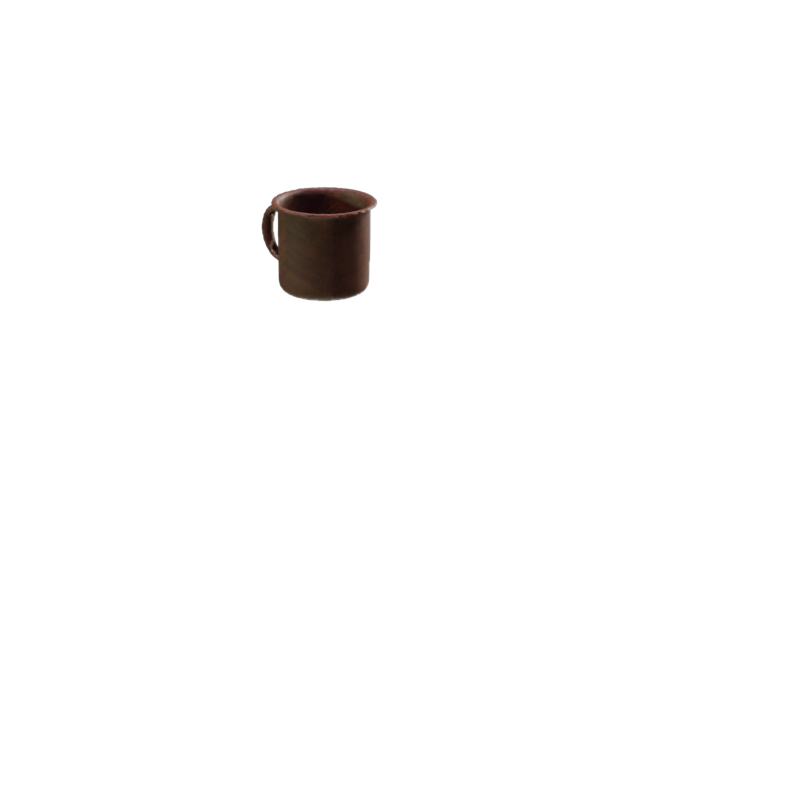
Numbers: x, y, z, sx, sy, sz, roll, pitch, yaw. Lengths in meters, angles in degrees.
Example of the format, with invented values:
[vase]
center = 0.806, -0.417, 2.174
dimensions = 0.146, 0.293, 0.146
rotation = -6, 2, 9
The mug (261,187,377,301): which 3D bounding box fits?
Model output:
[mug]
center = -0.078, -0.141, 0.990
dimensions = 0.123, 0.078, 0.093
rotation = 16, 27, 32
